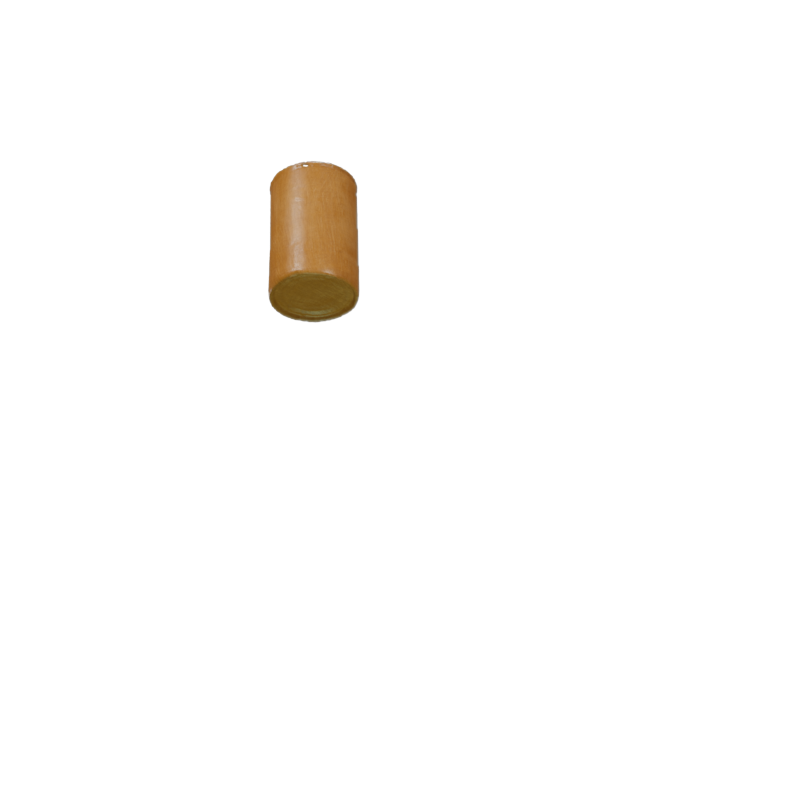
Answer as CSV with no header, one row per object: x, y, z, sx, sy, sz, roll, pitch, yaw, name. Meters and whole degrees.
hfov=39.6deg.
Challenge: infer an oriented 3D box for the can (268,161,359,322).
-0.065,-0.118,0.829,0.068,0.109,0.064,-1,-33,-2,can
